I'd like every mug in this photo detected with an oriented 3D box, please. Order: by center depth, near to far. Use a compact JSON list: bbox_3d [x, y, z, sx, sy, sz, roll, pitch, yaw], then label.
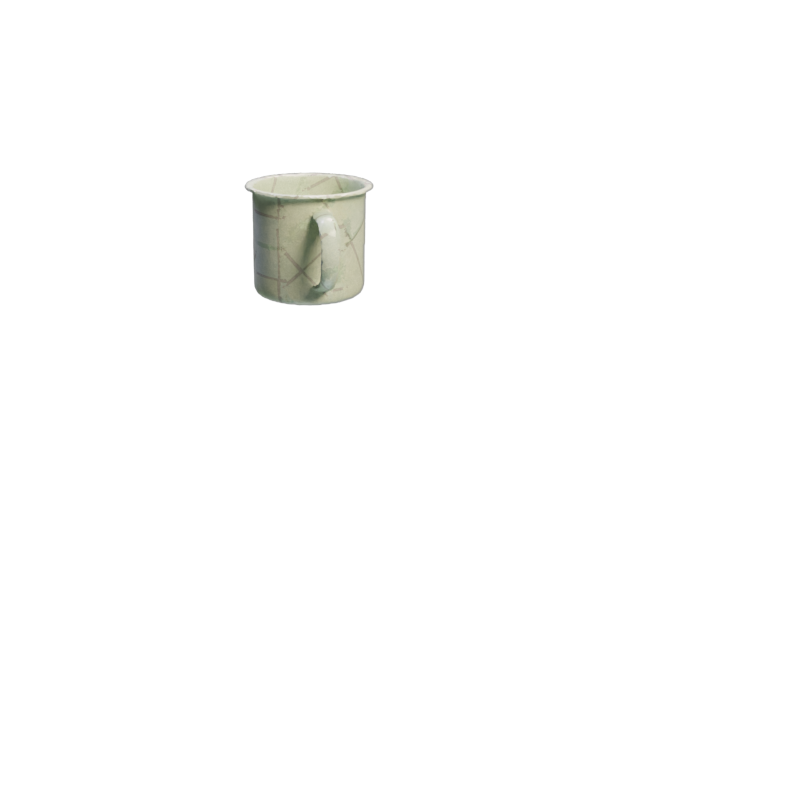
[{"bbox_3d":[-0.062,-0.114,0.798,0.091,0.078,0.124,-5,20,-17],"label":"mug"}]
